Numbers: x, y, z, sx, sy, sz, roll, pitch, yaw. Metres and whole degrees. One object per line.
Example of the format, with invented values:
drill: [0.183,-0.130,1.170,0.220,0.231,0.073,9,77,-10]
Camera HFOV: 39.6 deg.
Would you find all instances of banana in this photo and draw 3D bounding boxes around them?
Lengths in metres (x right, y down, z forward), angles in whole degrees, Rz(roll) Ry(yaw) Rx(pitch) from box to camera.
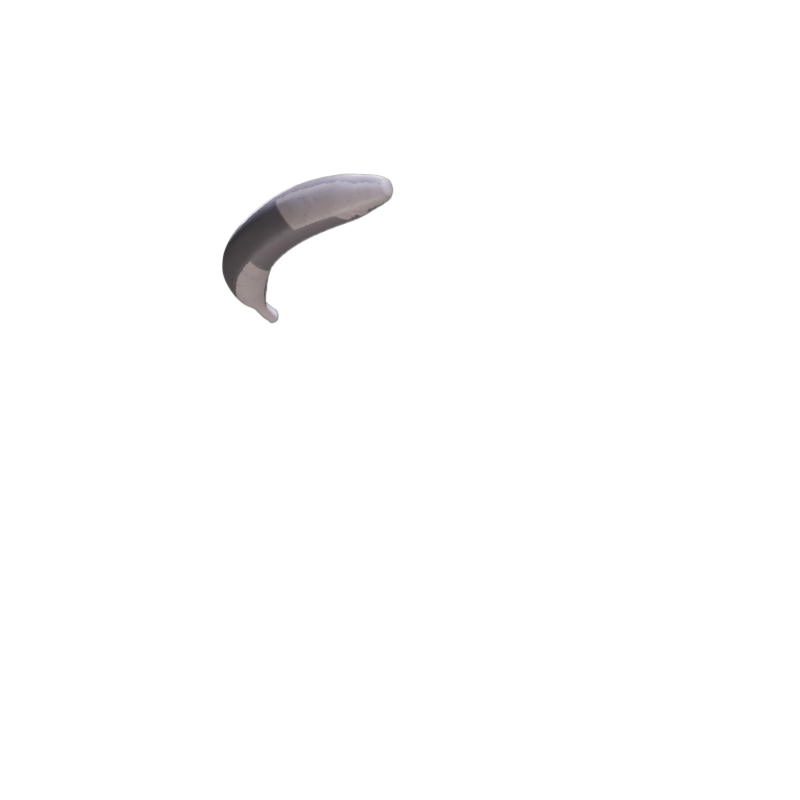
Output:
banana: [-0.080,-0.115,0.787,0.067,0.039,0.194,13,-28,-27]
